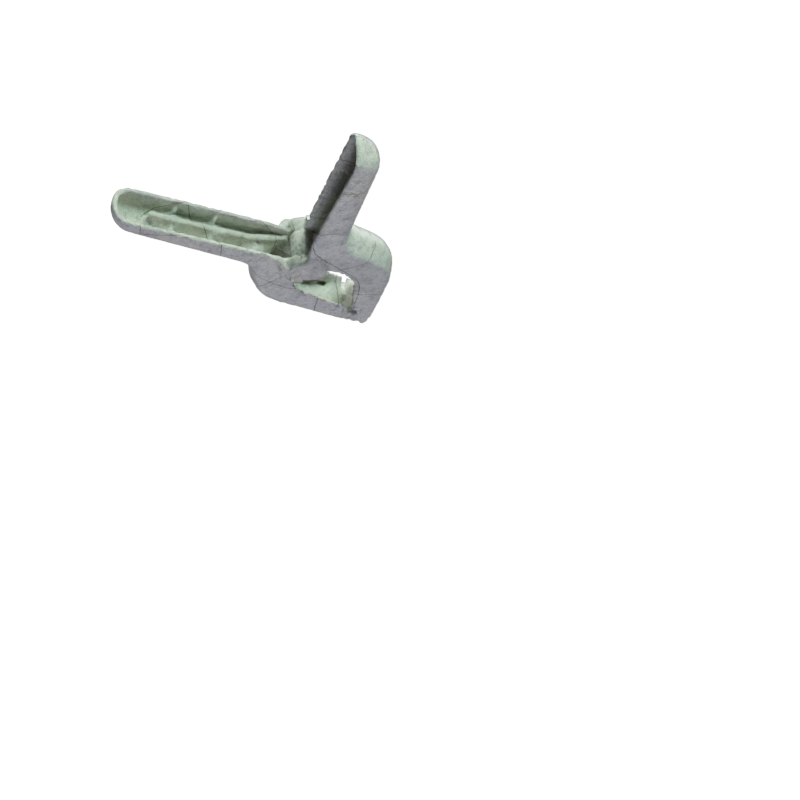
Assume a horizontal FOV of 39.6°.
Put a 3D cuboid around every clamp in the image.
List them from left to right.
[{"bbox_3d":[-0.054,-0.099,0.693,0.167,0.038,0.196,-10,-22,26],"label":"clamp"}]
